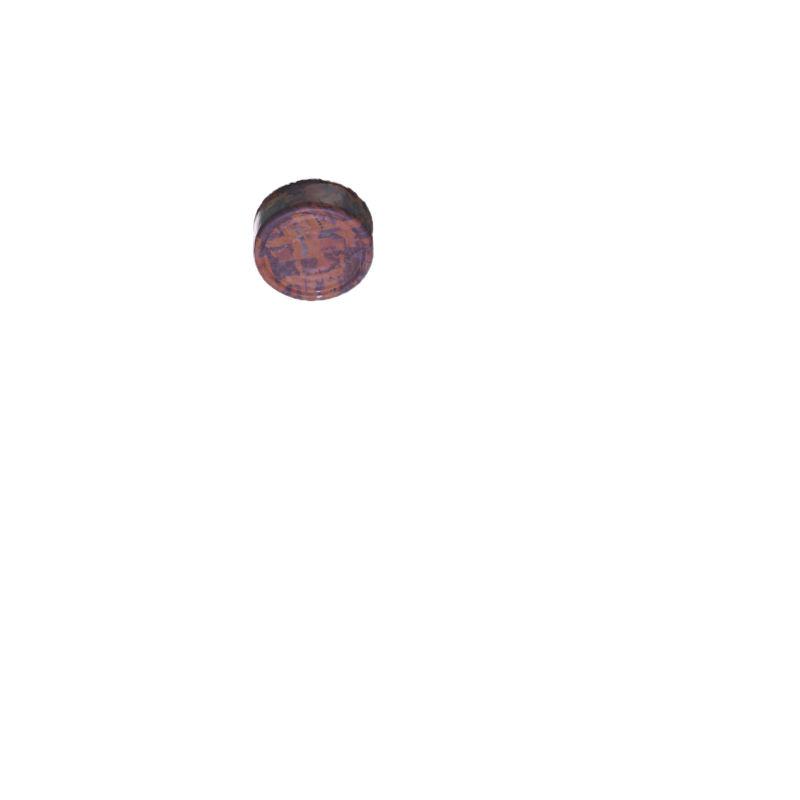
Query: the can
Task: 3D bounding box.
[{"bbox_3d":[-0.061,-0.111,0.779,0.086,0.080,0.036,1,41,-1],"label":"can"}]
